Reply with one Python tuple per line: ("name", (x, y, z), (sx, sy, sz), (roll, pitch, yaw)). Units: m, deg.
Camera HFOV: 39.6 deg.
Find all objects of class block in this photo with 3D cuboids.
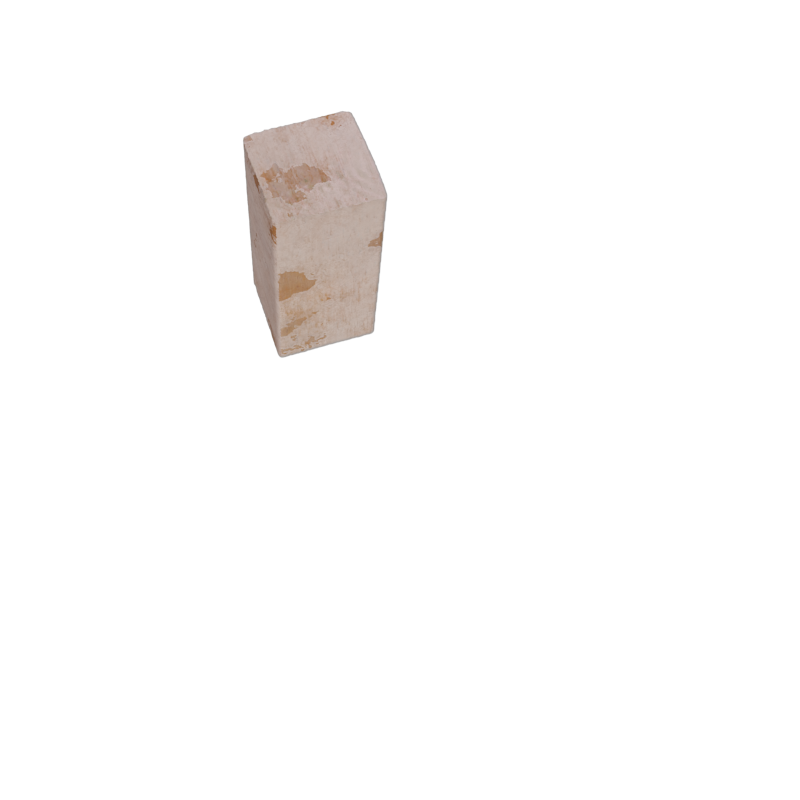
("block", (-0.072, -0.131, 0.915), (0.090, 0.096, 0.194), (-16, -26, -12))
